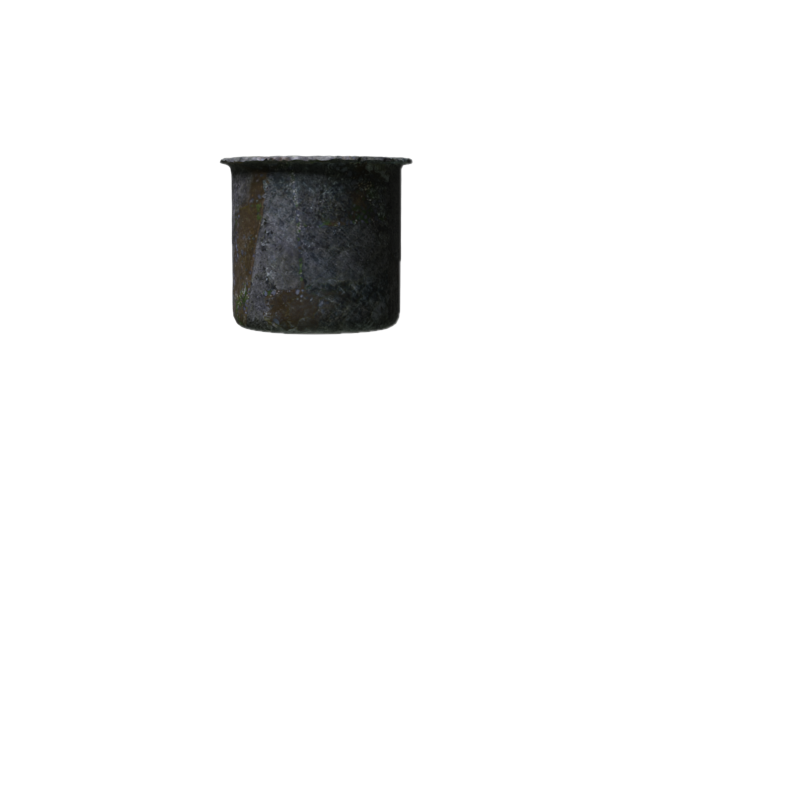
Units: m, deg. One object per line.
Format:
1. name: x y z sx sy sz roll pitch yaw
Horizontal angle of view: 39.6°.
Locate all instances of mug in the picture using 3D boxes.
1. mug: -0.043 -0.078 0.549 0.092 0.081 0.120 -1 8 -10
